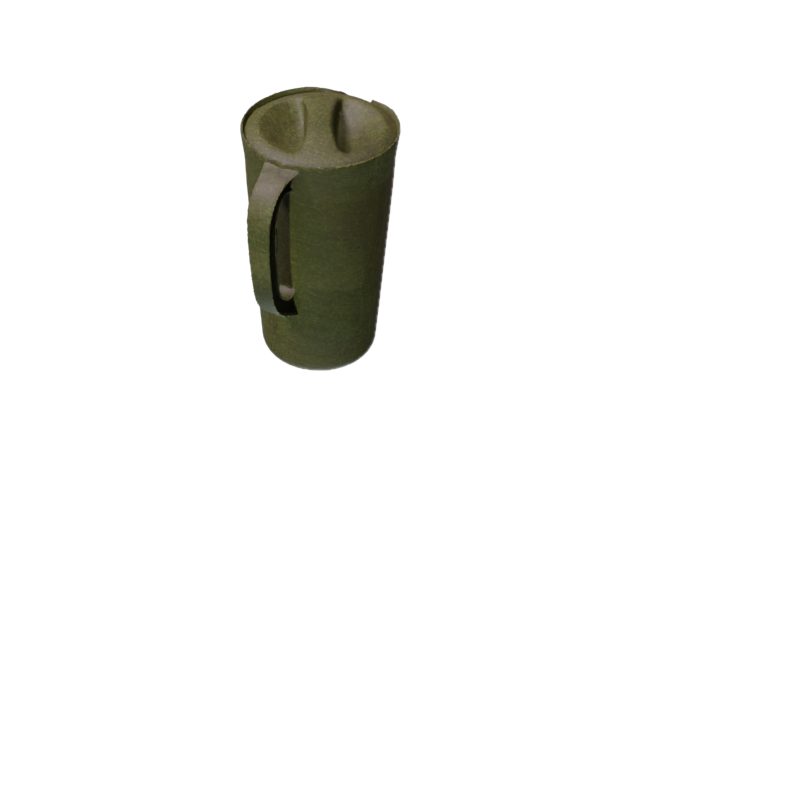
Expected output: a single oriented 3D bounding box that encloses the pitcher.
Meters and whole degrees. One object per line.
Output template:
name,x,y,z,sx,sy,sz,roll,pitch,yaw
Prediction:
pitcher,-0.077,-0.140,0.981,0.147,0.227,0.157,-12,42,-17
